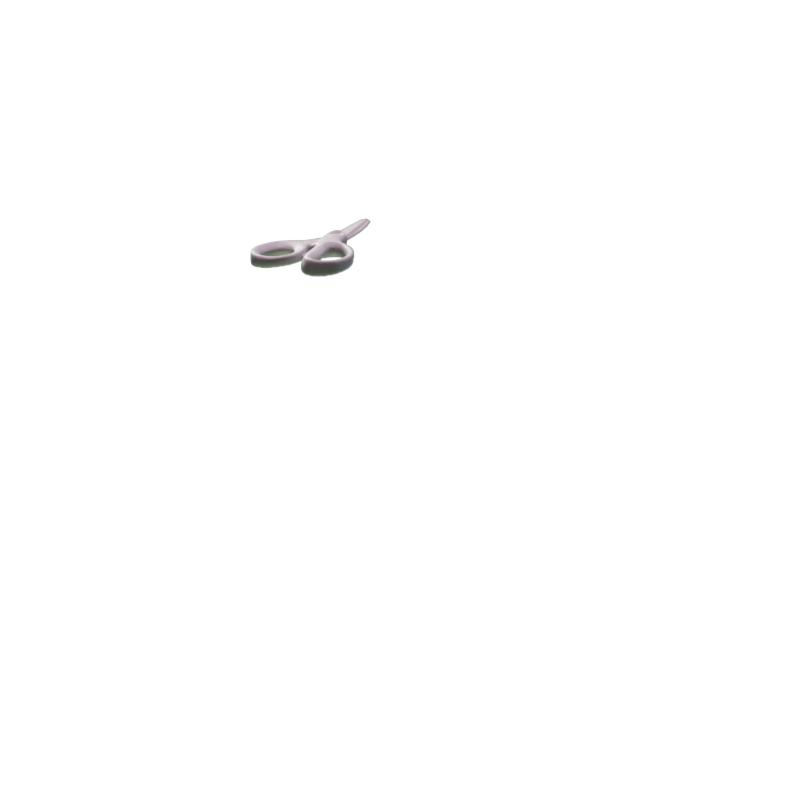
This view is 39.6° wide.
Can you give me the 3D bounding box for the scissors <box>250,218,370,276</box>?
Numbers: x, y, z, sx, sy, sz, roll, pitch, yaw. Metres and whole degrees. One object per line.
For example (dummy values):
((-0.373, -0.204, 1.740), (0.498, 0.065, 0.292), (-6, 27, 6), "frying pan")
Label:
((-0.077, -0.141, 0.986), (0.096, 0.015, 0.209), (0, 20, 1), "scissors")
